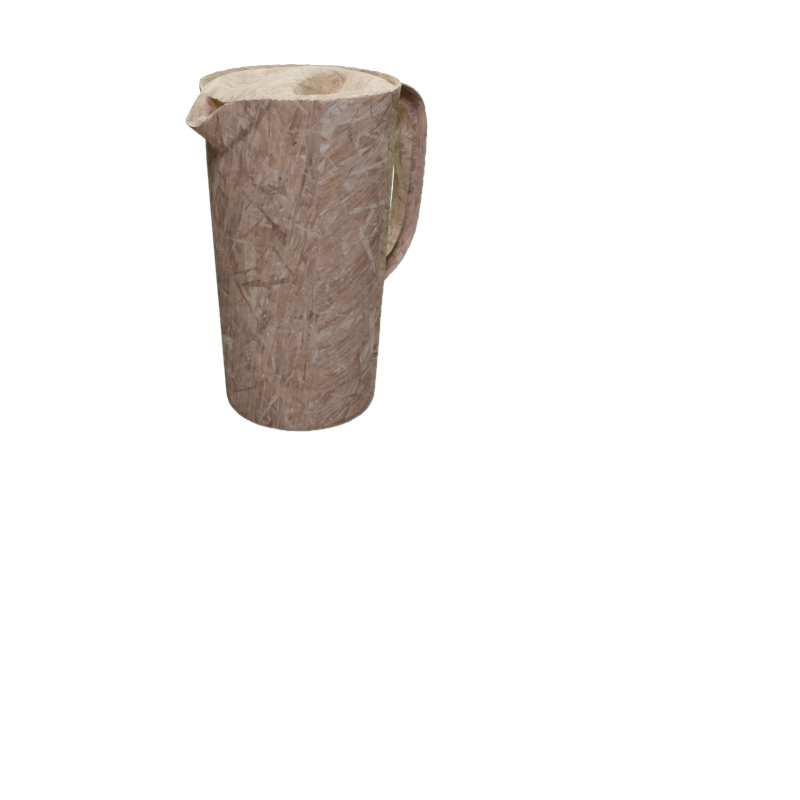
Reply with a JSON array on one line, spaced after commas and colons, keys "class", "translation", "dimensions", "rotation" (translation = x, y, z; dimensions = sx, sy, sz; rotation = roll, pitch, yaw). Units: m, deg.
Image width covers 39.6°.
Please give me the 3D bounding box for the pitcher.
[{"class": "pitcher", "translation": [-0.060, -0.110, 0.773], "dimensions": [0.150, 0.232, 0.151], "rotation": [3, 22, 5]}]
